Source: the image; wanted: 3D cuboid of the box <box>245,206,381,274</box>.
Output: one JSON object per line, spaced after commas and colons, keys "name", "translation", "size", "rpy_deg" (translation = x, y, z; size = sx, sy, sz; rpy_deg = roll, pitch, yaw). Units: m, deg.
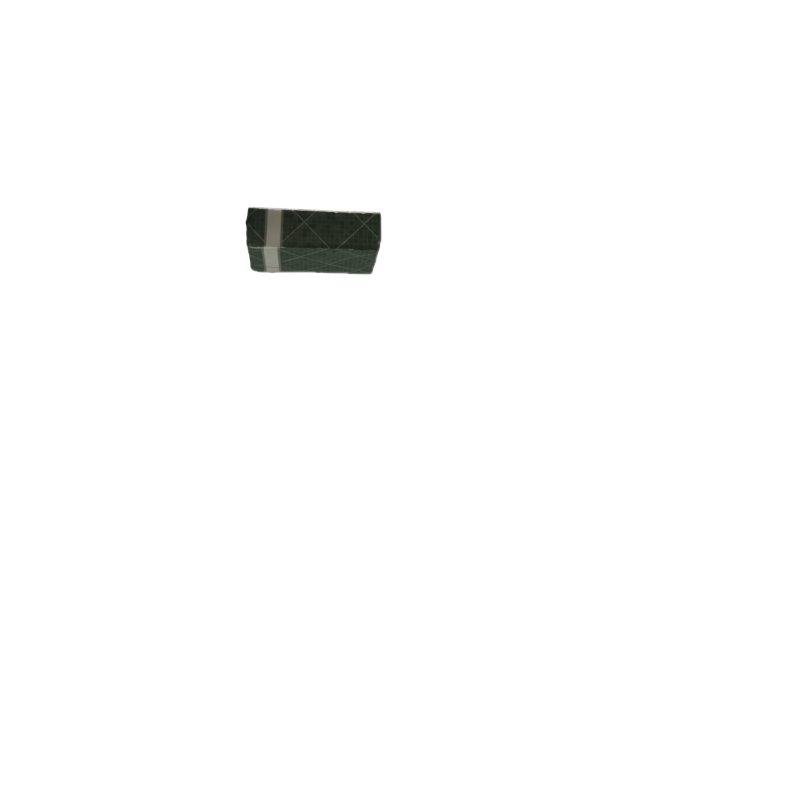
{"name": "box", "translation": [-0.074, -0.136, 0.951], "size": [0.113, 0.040, 0.088], "rpy_deg": [0, -9, -3]}
